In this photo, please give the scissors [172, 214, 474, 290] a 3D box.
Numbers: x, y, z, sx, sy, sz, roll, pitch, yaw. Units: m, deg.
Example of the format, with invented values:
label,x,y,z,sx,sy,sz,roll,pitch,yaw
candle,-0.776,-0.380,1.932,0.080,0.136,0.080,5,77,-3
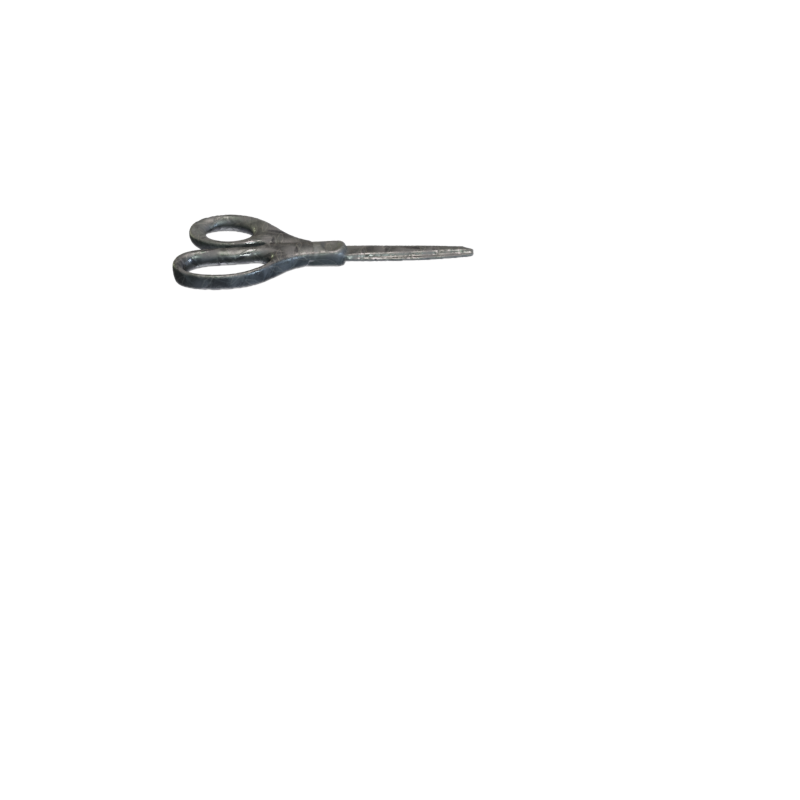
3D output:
label,x,y,z,sx,sy,sz,roll,pitch,yaw
scissors,-0.060,-0.110,0.771,0.199,0.015,0.104,-10,36,-15
